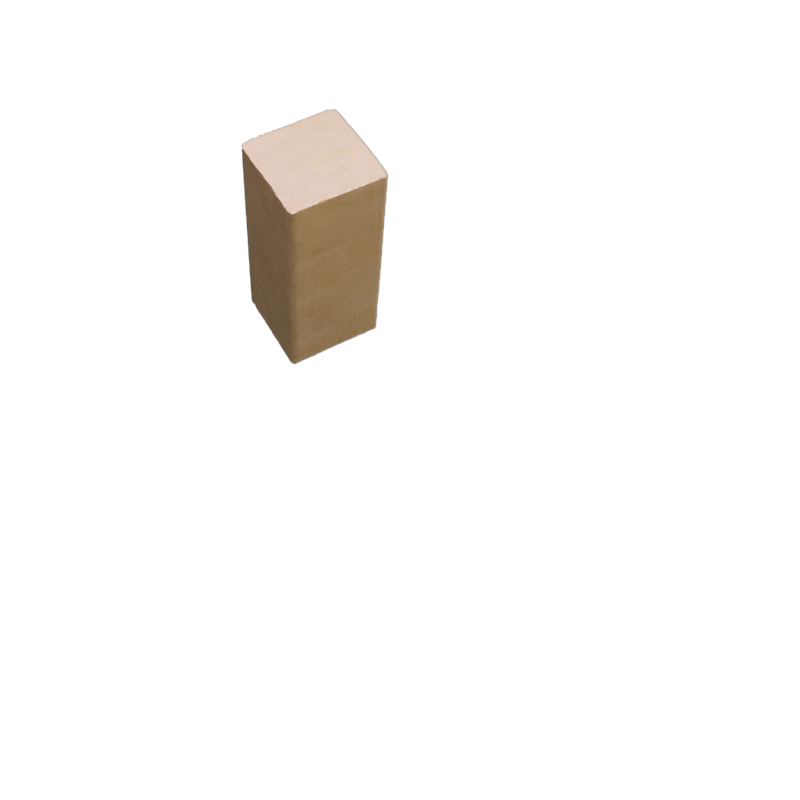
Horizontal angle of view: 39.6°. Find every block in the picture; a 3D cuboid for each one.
[{"bbox_3d":[-0.075,-0.137,0.957,0.090,0.097,0.193,-24,-30,-19],"label":"block"}]
